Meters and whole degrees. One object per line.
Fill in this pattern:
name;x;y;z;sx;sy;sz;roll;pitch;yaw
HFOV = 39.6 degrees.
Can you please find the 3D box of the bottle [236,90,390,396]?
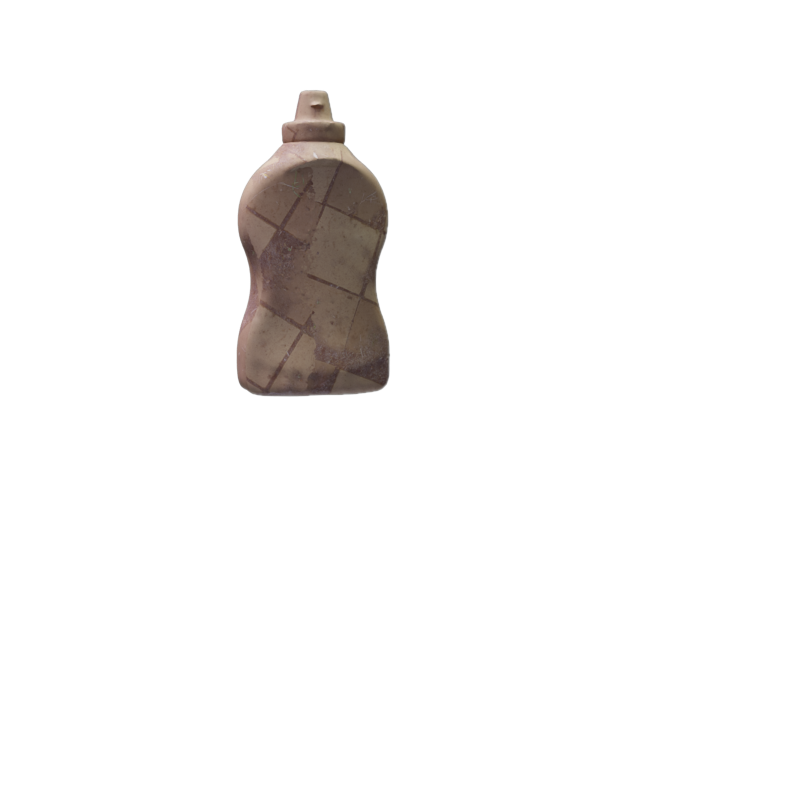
bottle;-0.055;-0.101;0.708;0.094;0.192;0.059;0;0;-15
